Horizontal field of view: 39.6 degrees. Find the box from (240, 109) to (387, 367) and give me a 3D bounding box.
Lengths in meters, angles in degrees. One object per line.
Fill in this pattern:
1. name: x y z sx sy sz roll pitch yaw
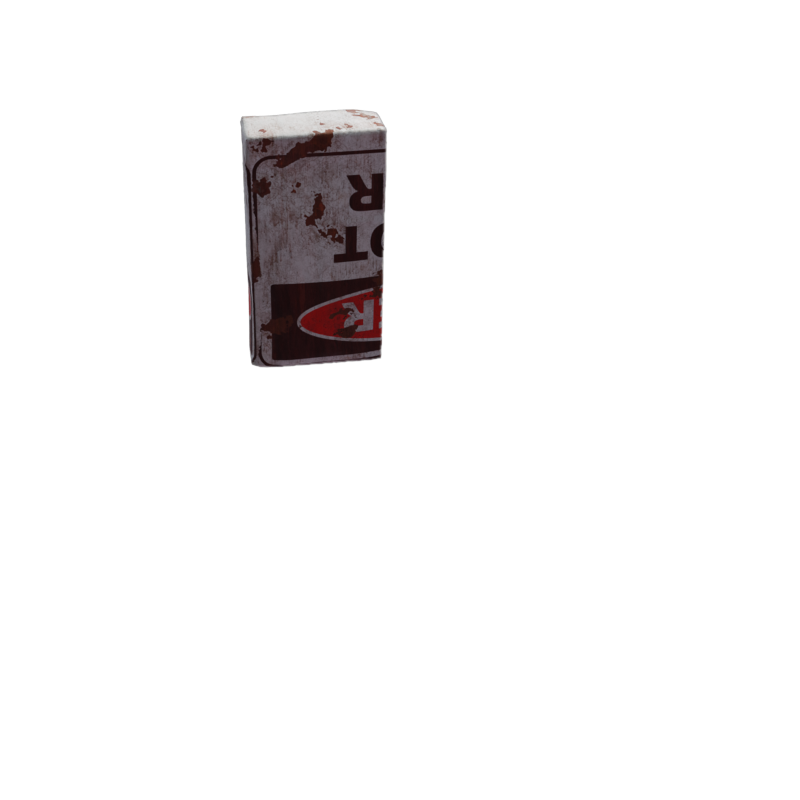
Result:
1. box: -0.059 -0.107 0.751 0.092 0.166 0.051 -3 28 -9
